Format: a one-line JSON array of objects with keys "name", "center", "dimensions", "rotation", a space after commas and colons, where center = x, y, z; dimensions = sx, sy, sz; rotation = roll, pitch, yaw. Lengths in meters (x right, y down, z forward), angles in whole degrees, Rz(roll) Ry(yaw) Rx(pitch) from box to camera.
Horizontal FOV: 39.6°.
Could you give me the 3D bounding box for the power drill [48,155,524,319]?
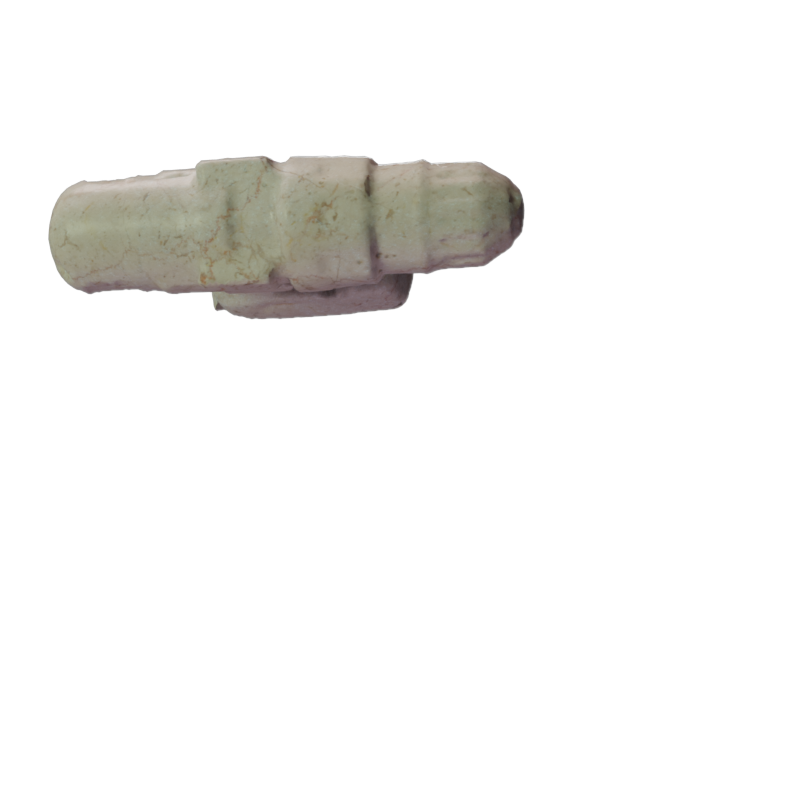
[{"name": "power drill", "center": [-0.039, -0.071, 0.496], "dimensions": [0.187, 0.058, 0.184], "rotation": [0, 0, 8]}]
